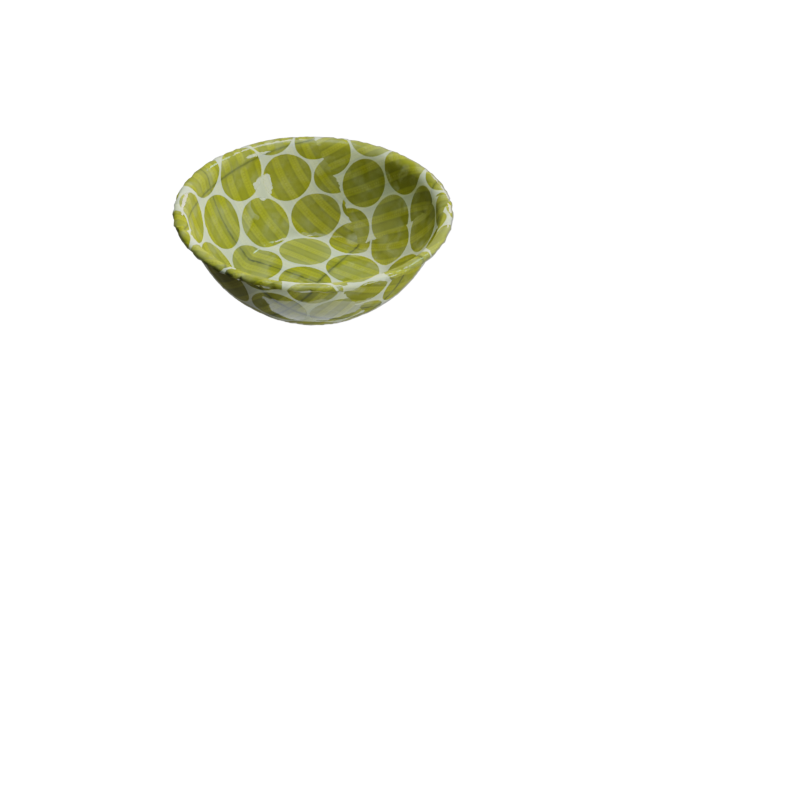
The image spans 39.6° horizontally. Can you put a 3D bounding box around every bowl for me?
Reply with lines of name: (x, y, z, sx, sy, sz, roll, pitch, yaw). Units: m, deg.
bowl: (-0.051, -0.094, 0.655, 0.162, 0.051, 0.174, -1, 40, -2)
